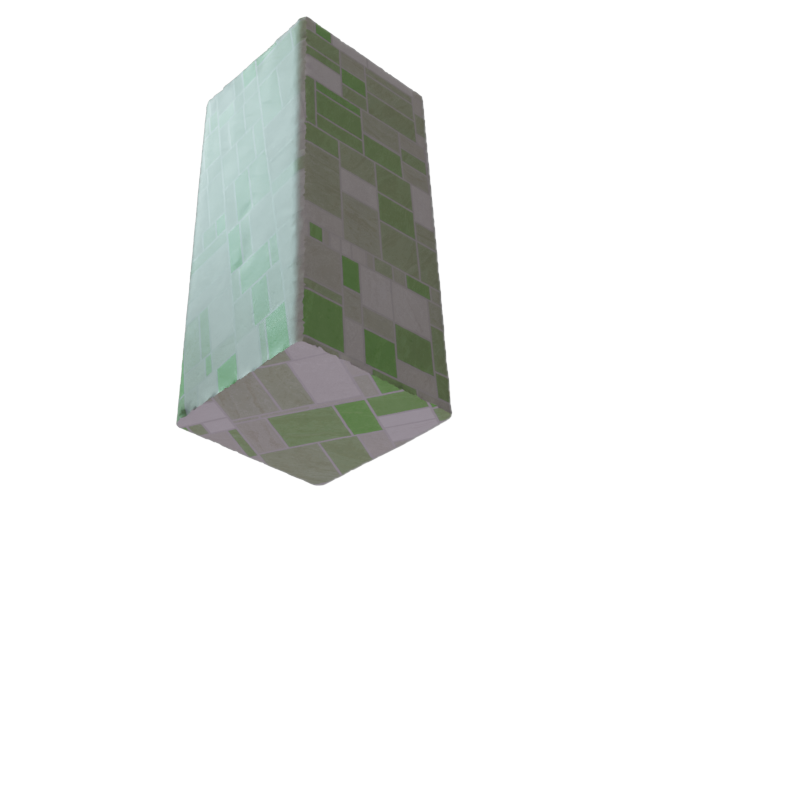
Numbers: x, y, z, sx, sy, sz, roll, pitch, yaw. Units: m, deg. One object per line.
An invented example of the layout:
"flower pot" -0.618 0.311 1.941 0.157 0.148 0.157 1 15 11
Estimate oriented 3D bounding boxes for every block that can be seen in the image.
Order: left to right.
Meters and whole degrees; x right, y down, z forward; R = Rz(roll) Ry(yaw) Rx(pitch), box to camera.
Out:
"block" -0.043 -0.078 0.552 0.085 0.221 0.089 28 -47 -35
